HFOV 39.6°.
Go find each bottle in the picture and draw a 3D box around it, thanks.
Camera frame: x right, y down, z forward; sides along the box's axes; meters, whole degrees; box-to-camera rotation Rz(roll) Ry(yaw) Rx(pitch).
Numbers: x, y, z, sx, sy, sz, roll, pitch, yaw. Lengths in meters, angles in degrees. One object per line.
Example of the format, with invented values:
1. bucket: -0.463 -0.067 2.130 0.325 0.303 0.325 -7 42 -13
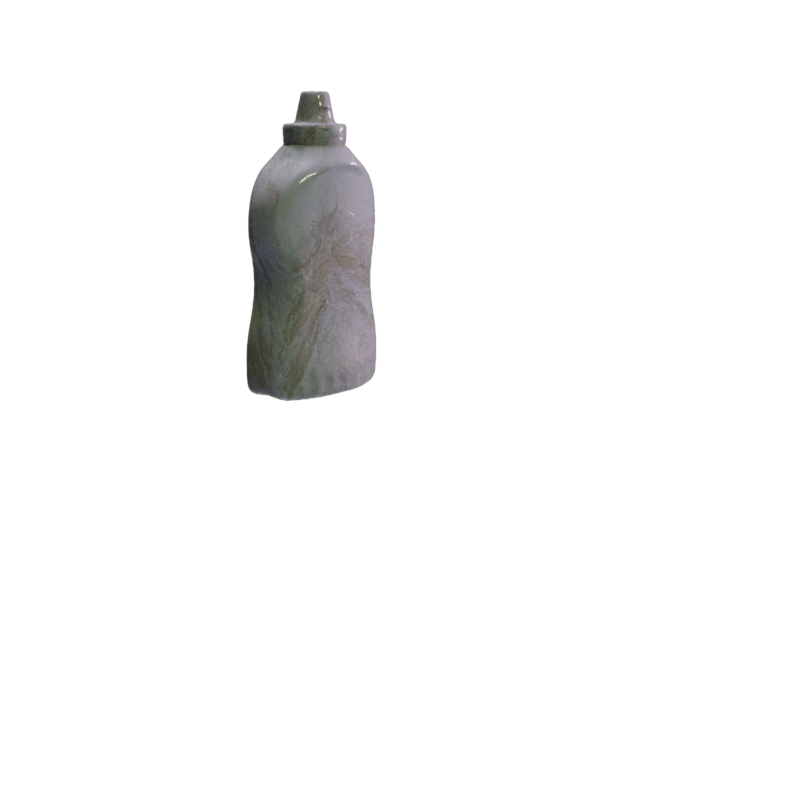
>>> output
1. bottle: -0.055 -0.102 0.713 0.061 0.189 0.093 6 10 42
